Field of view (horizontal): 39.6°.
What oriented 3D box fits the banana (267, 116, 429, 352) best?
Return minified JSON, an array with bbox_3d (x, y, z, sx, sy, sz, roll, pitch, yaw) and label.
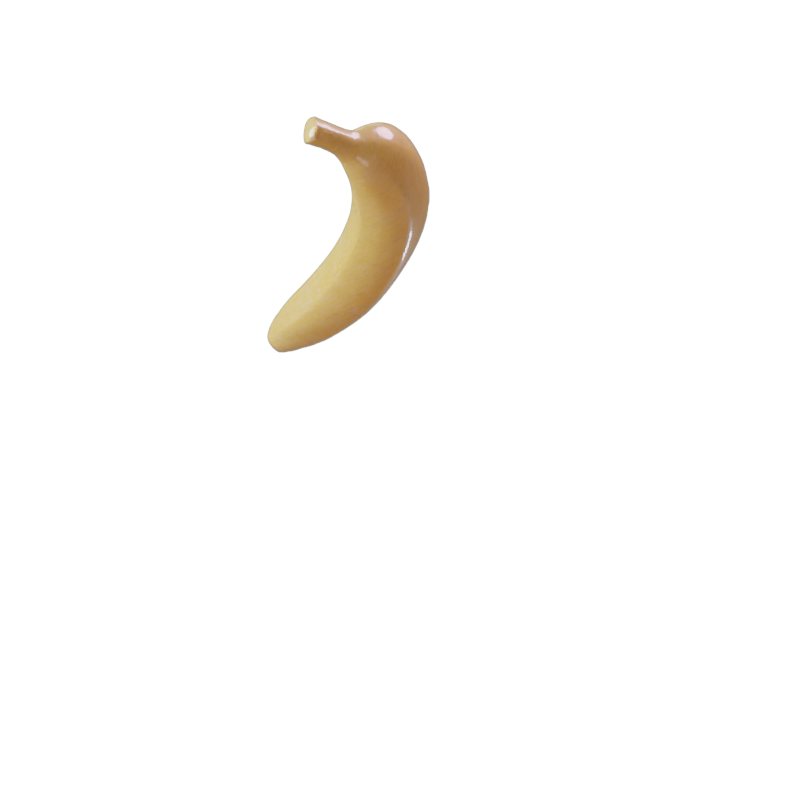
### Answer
[{"bbox_3d":[-0.025,-0.081,0.562,0.069,0.039,0.187,5,-31,-9],"label":"banana"}]
